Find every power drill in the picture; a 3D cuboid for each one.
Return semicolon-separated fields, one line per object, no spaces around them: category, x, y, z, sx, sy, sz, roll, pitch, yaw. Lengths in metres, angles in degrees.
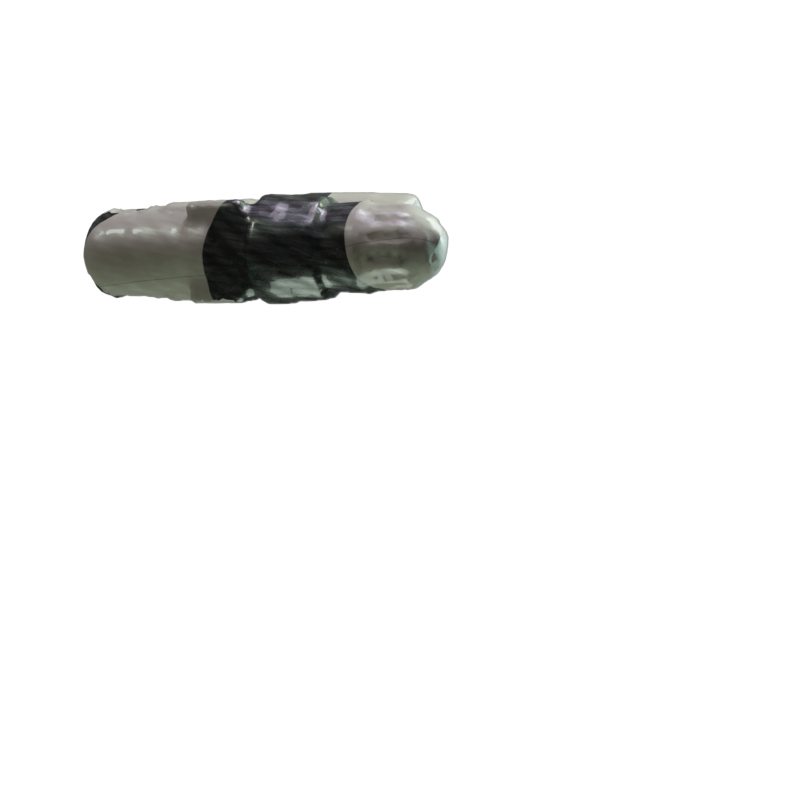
power drill;-0.046;-0.085;0.593;0.189;0.057;0.185;3;9;20
